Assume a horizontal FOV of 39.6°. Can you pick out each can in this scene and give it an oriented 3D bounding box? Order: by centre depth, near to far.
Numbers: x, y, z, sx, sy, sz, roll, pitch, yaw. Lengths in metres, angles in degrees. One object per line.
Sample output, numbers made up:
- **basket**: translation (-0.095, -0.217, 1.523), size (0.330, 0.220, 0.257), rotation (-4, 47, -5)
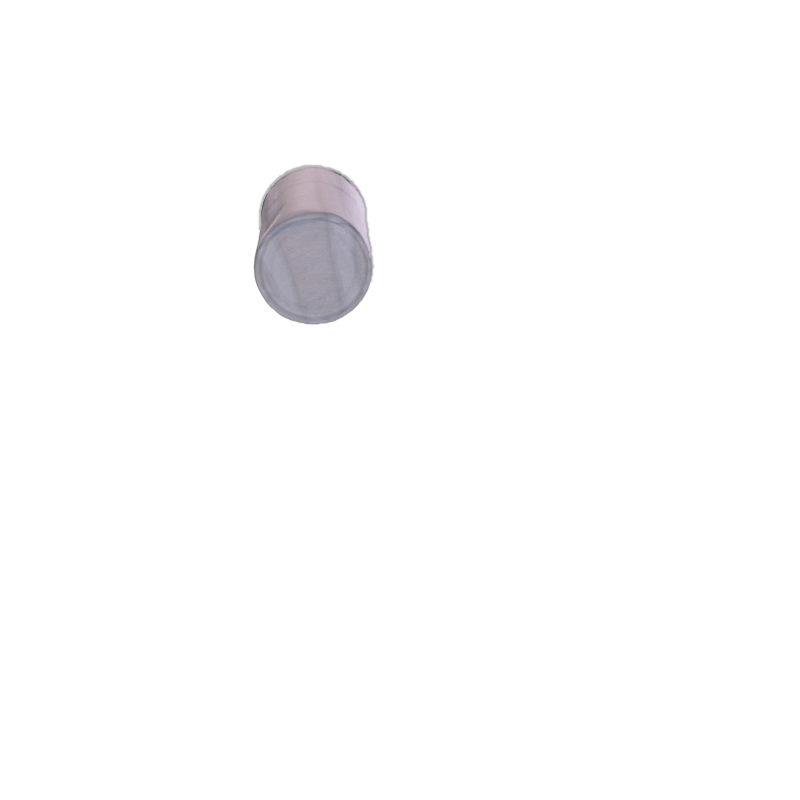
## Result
- **can**: translation (-0.052, -0.094, 0.658), size (0.068, 0.065, 0.107), rotation (0, 23, -3)
